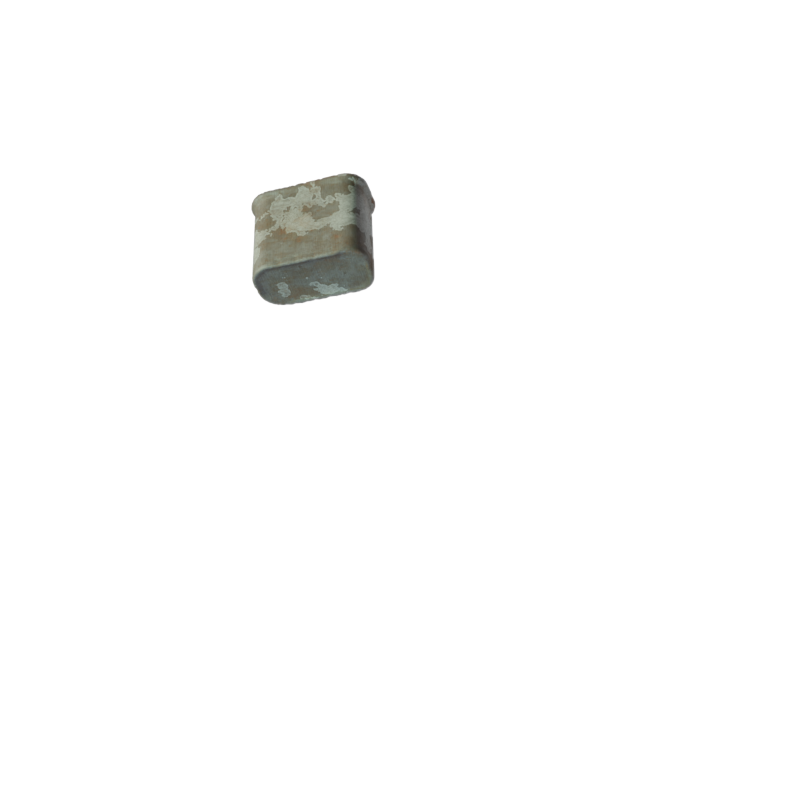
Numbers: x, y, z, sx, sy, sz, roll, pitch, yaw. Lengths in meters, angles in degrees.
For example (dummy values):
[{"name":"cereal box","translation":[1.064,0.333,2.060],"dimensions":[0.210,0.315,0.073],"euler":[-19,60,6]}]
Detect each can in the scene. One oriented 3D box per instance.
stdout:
[{"name":"can","translation":[-0.071,-0.130,0.908],"dimensions":[0.103,0.090,0.053],"euler":[-11,-39,12]}]
